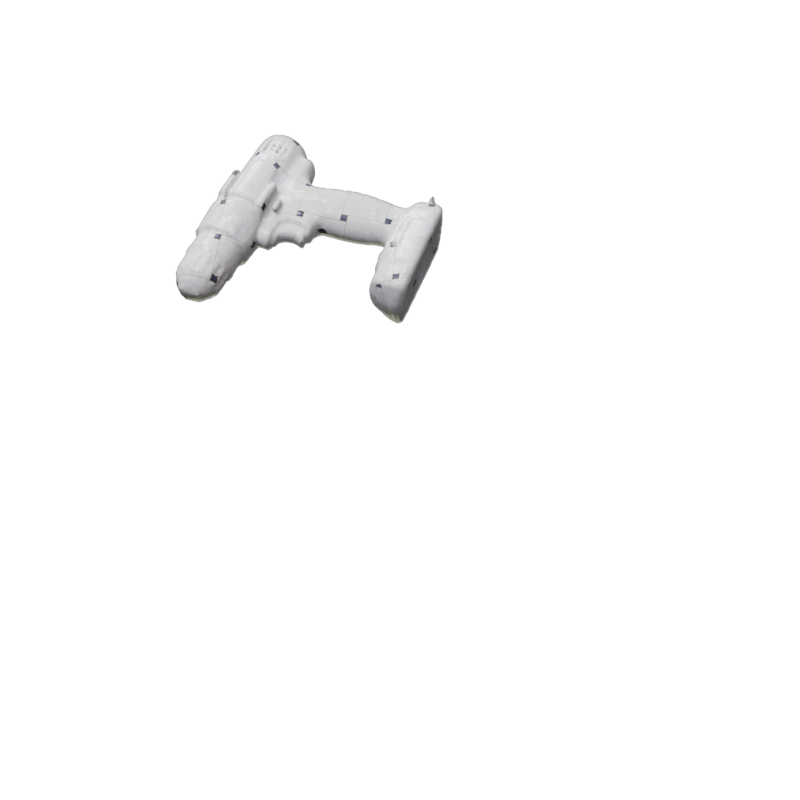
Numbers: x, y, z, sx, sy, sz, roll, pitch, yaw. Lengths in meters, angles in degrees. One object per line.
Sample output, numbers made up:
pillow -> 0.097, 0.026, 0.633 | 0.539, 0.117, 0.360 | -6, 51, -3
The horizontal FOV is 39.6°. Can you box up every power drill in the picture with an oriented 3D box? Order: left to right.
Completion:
power drill -> -0.072, -0.131, 0.919 | 0.193, 0.192, 0.054 | 20, -33, 13
